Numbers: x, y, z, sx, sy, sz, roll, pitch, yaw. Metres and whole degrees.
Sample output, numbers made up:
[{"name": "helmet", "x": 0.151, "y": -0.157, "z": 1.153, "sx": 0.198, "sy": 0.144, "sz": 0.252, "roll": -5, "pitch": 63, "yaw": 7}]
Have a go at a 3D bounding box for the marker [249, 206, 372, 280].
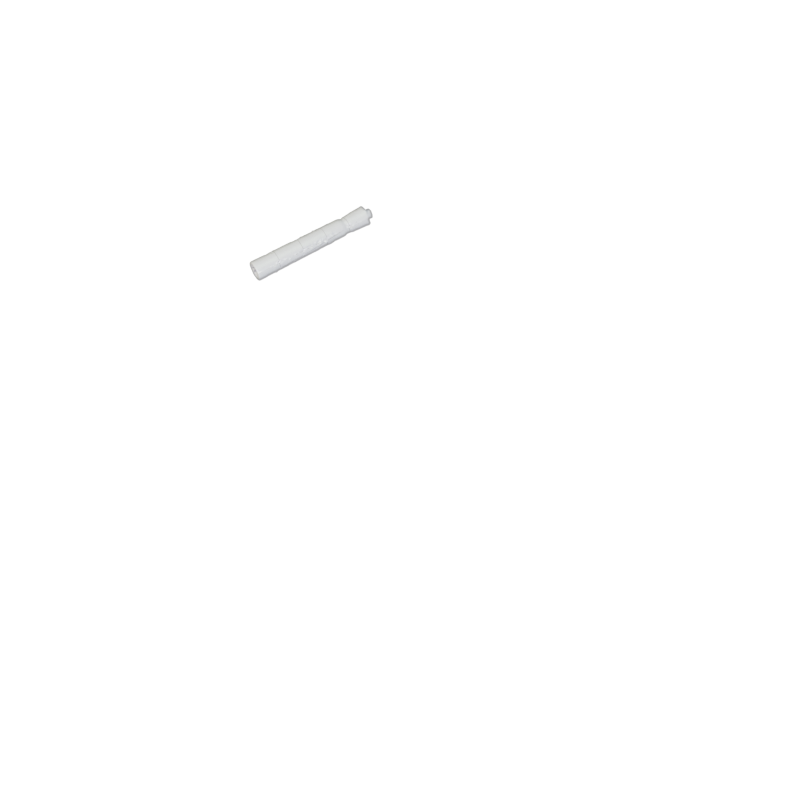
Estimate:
[{"name": "marker", "x": -0.078, "y": -0.142, "z": 0.994, "sx": 0.121, "sy": 0.019, "sz": 0.020, "roll": -29, "pitch": 12, "yaw": -15}]
